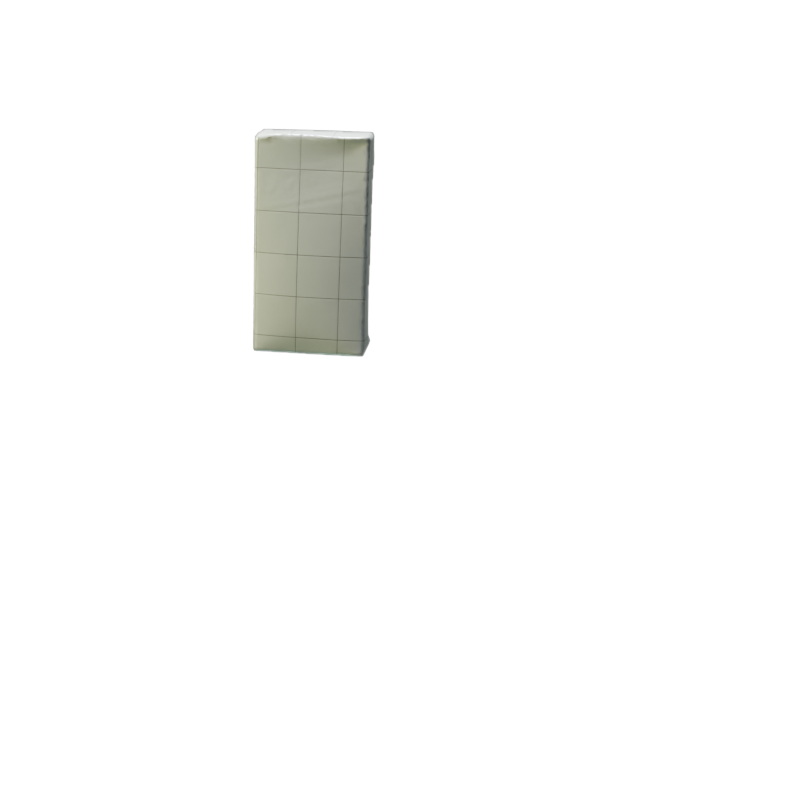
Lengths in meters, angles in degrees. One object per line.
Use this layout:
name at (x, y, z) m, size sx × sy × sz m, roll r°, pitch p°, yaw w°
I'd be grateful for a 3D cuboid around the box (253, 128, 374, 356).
box at (-0.070, -0.126, 0.885) m, size 0.094 × 0.171 × 0.049 m, roll 3°, pitch 14°, yaw 6°
